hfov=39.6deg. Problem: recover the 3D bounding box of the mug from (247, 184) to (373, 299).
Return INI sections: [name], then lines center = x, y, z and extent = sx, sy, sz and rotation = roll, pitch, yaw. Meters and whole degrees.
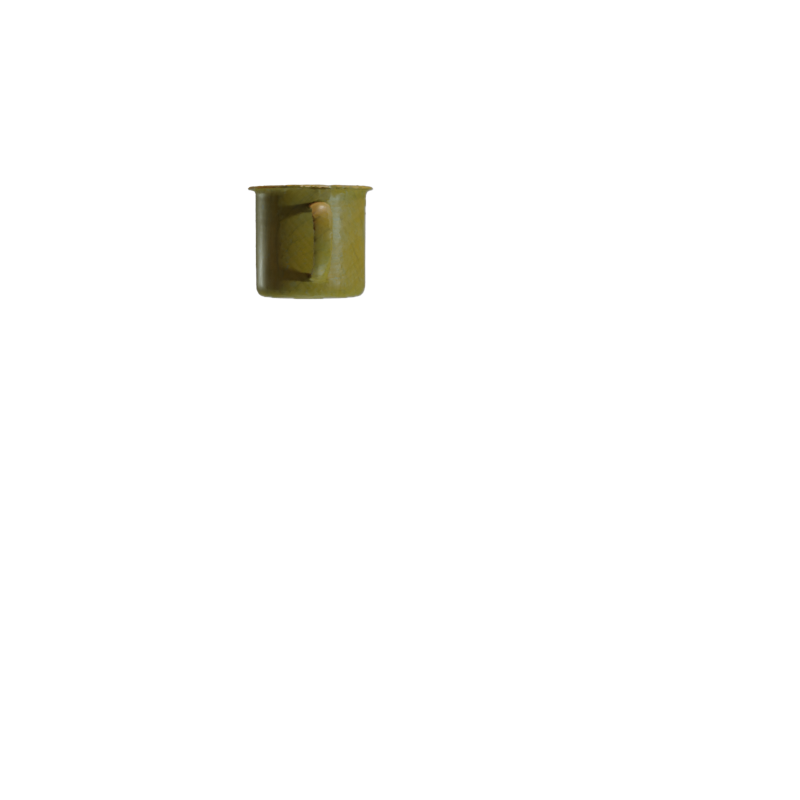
[mug]
center = -0.064, -0.116, 0.813
extent = 0.092, 0.081, 0.120
rotation = -1, 6, -13
